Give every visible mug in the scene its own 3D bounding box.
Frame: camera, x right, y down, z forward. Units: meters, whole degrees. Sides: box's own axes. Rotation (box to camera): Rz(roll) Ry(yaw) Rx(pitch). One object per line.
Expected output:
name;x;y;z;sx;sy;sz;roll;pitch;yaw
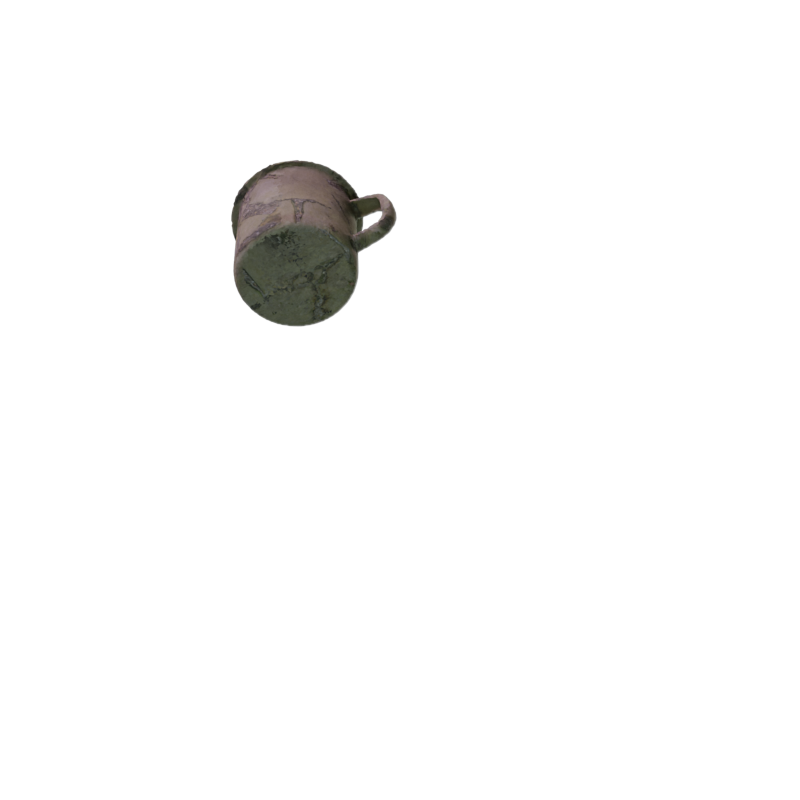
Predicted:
mug;-0.058;-0.106;0.743;0.118;0.087;0.087;-16;31;8
